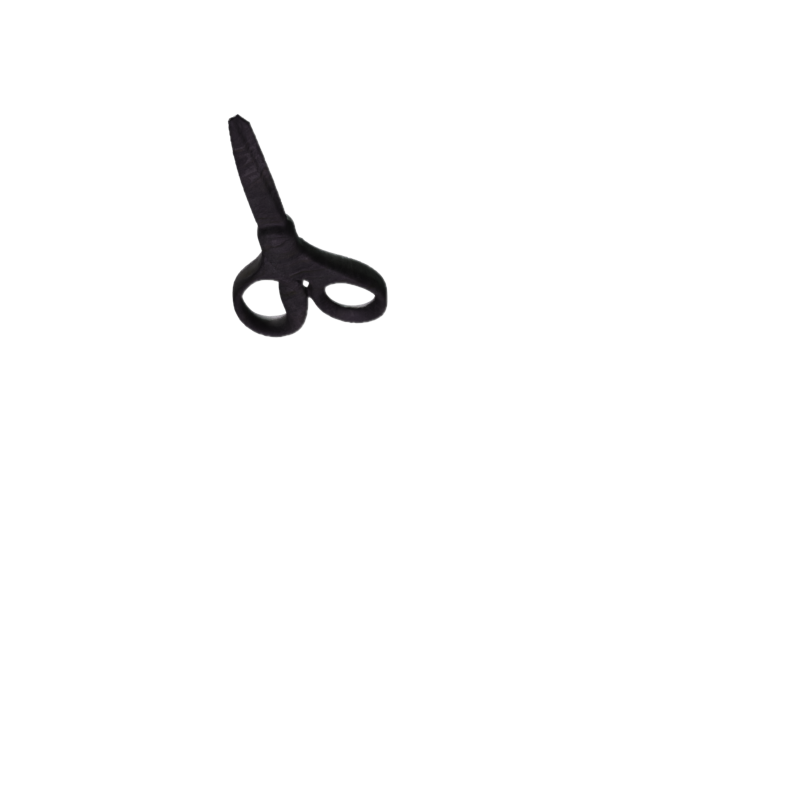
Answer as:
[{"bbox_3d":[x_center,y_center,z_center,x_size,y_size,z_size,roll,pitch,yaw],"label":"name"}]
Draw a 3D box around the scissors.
[{"bbox_3d":[-0.045,-0.081,0.570,0.095,0.017,0.192,4,-25,-9],"label":"scissors"}]
